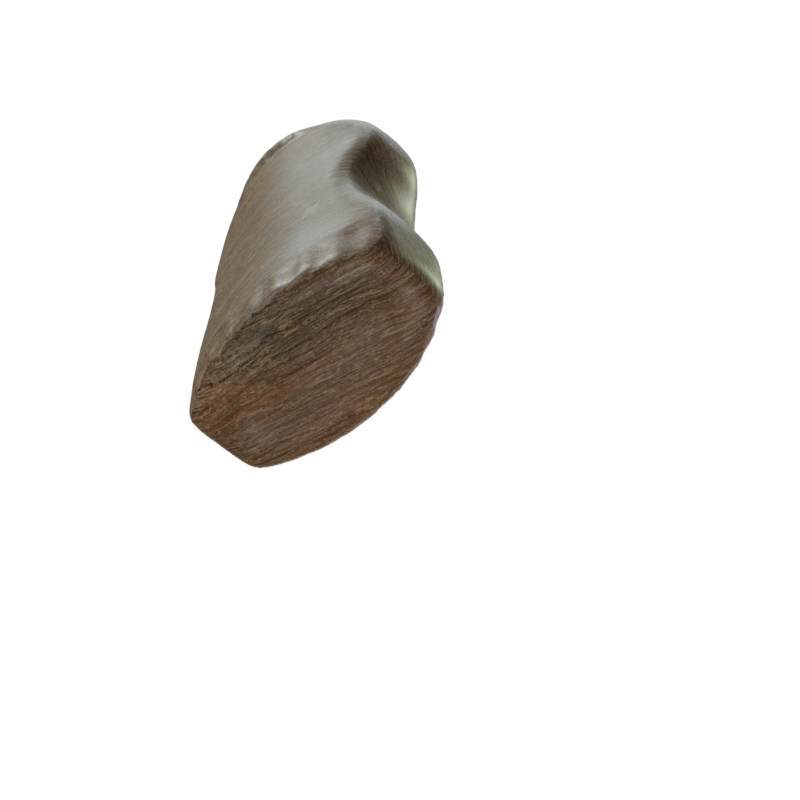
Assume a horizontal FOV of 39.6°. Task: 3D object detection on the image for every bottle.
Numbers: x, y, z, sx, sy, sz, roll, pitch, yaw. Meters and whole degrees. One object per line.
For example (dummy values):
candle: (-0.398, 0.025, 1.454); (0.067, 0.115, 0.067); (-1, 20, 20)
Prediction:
bottle: (-0.034, -0.063, 0.444); (0.056, 0.095, 0.204); (38, 22, -23)
